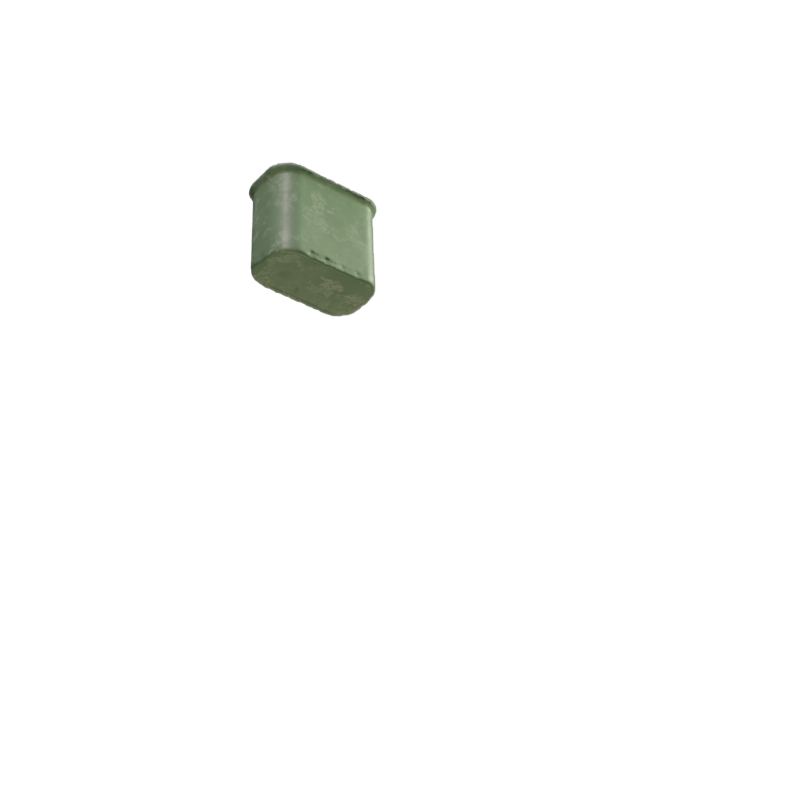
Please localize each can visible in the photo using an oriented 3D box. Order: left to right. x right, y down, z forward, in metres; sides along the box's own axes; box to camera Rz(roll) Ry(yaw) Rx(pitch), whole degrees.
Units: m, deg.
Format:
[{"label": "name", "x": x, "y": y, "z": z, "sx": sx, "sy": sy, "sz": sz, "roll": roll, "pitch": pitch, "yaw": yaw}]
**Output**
[{"label": "can", "x": -0.067, "y": -0.122, "z": 0.852, "sx": 0.096, "sy": 0.090, "sz": 0.057, "roll": 22, "pitch": -41, "yaw": -31}]
